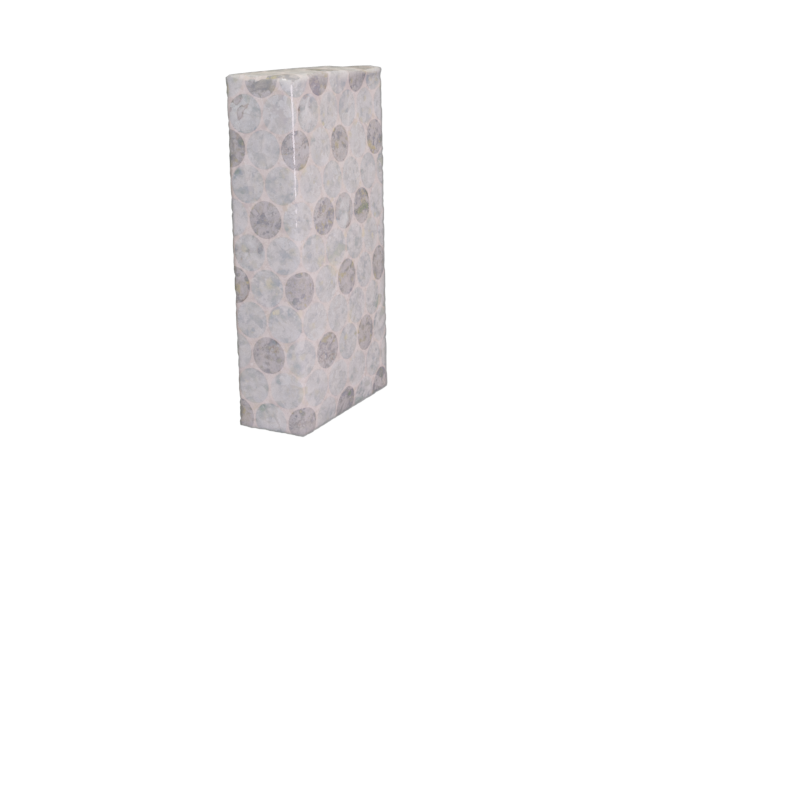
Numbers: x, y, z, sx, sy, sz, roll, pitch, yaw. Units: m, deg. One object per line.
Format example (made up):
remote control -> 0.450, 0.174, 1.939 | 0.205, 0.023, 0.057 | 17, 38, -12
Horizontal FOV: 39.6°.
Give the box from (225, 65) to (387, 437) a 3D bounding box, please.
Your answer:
box -> -0.044, -0.081, 0.569 | 0.050, 0.171, 0.093 | 8, 16, 26
